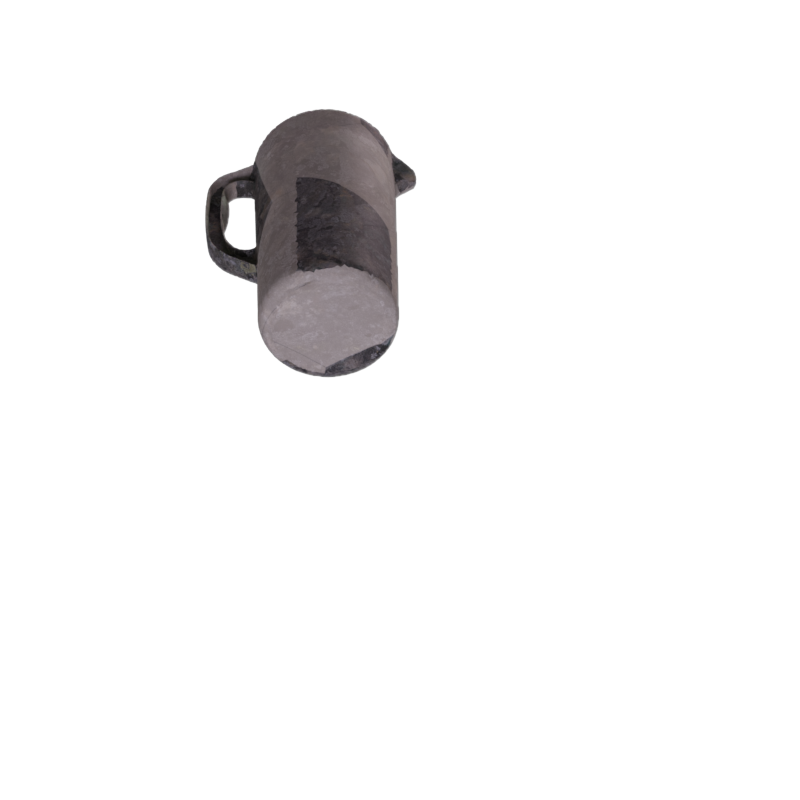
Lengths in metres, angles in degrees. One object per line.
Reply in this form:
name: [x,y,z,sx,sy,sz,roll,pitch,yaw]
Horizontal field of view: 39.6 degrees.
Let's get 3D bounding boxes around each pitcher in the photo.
pitcher: [-0.073,-0.133,0.934,0.147,0.260,0.137,-39,-60,24]
